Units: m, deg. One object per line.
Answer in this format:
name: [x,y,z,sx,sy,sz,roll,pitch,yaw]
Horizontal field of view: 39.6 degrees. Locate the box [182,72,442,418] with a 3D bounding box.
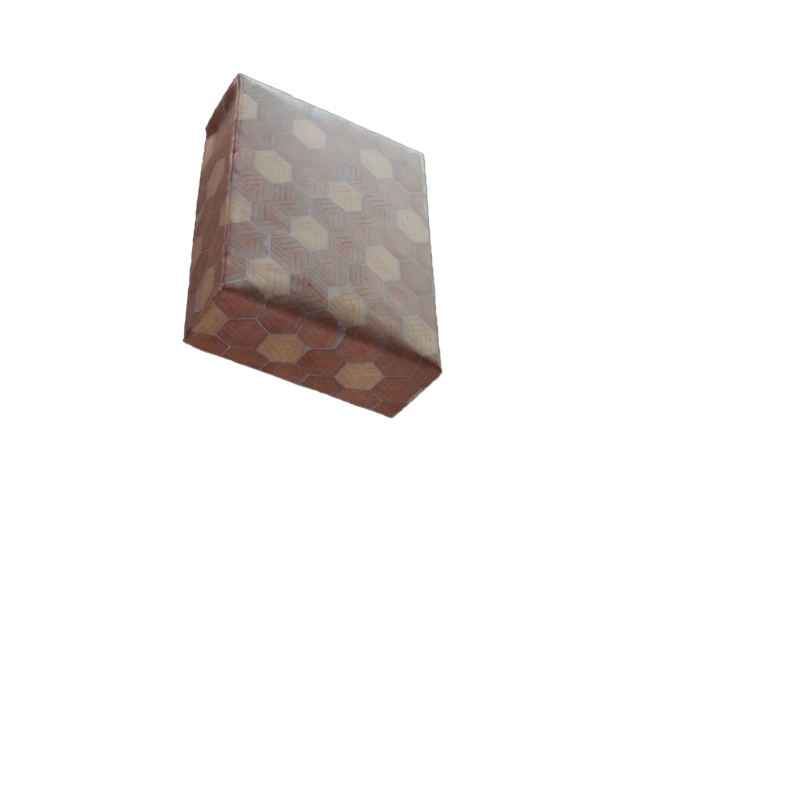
box: [-0.061,-0.111,0.781,0.157,0.229,0.070,19,-45,-24]
